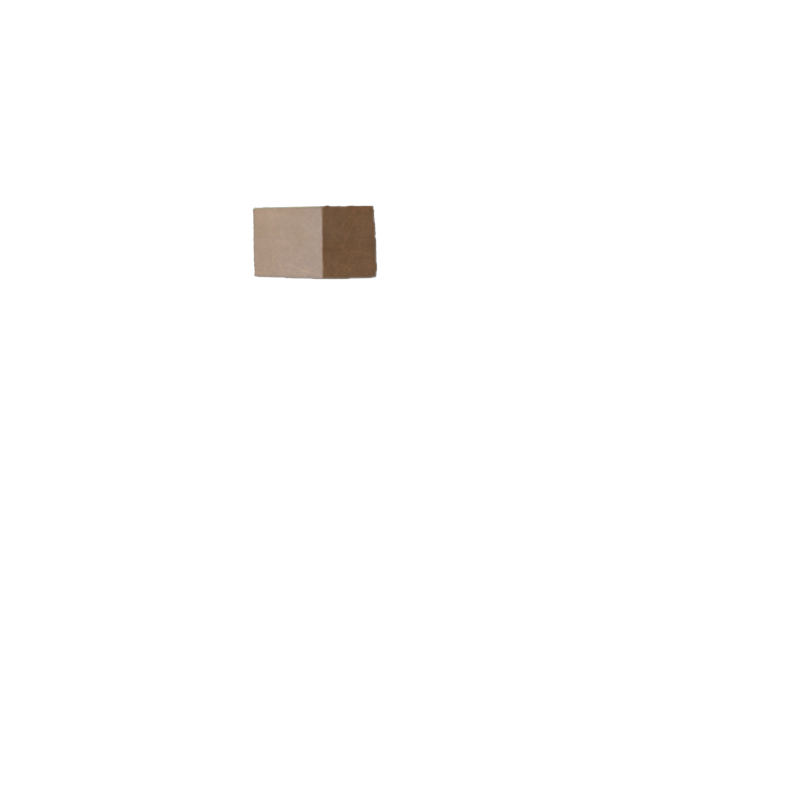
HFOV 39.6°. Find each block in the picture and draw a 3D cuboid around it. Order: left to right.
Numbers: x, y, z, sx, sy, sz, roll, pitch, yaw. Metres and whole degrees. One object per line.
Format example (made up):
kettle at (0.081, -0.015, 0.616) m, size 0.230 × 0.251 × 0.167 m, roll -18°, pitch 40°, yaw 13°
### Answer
block at (-0.062, -0.113, 0.790) m, size 0.051 × 0.051 × 0.081 m, roll -4°, pitch 7°, yaw -44°
